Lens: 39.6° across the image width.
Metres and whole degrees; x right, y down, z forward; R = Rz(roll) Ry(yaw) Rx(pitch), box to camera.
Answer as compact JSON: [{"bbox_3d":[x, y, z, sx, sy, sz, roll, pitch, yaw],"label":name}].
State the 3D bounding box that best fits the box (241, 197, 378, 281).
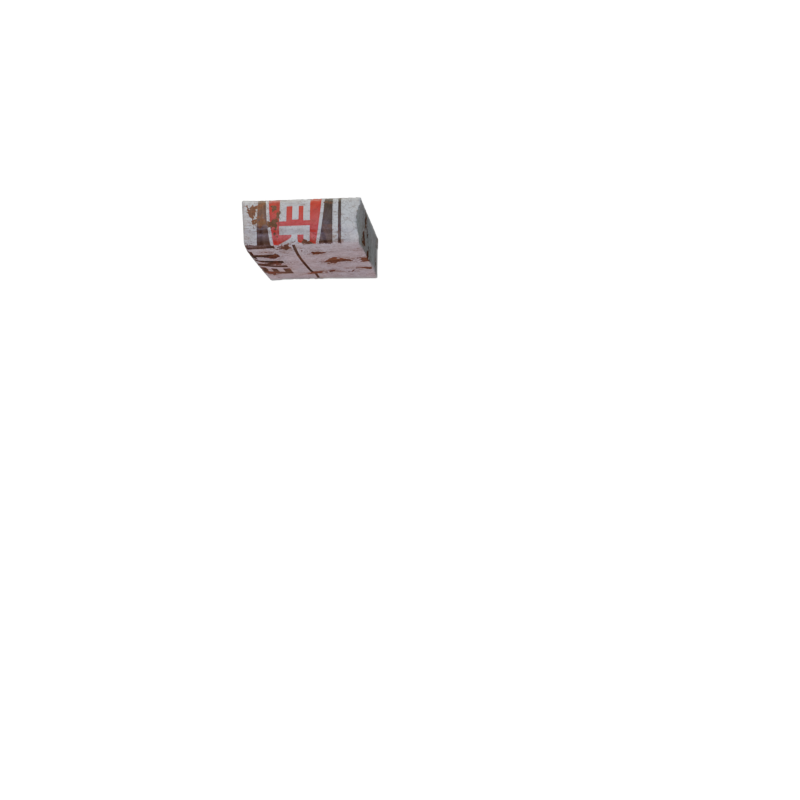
[{"bbox_3d":[-0.067,-0.122,0.854,0.091,0.040,0.109,-1,-7,7],"label":"box"}]
